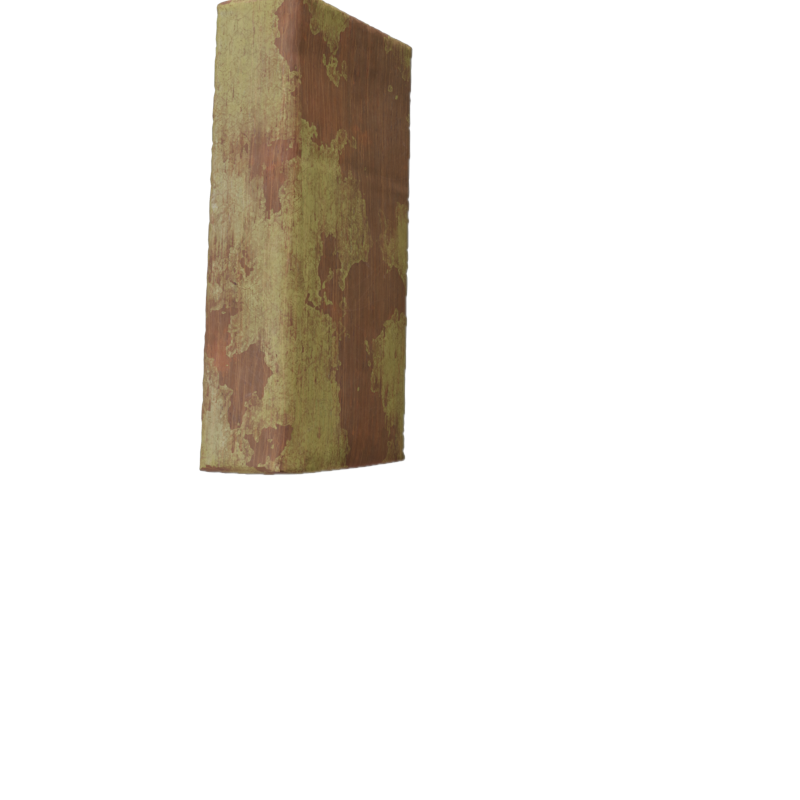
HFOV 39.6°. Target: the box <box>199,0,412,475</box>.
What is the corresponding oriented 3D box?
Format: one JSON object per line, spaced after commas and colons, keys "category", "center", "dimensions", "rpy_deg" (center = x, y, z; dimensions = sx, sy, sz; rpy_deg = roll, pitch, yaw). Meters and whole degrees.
{"category": "box", "center": [-0.034, -0.063, 0.438], "dimensions": [0.049, 0.179, 0.089], "rpy_deg": [-4, -6, 29]}
